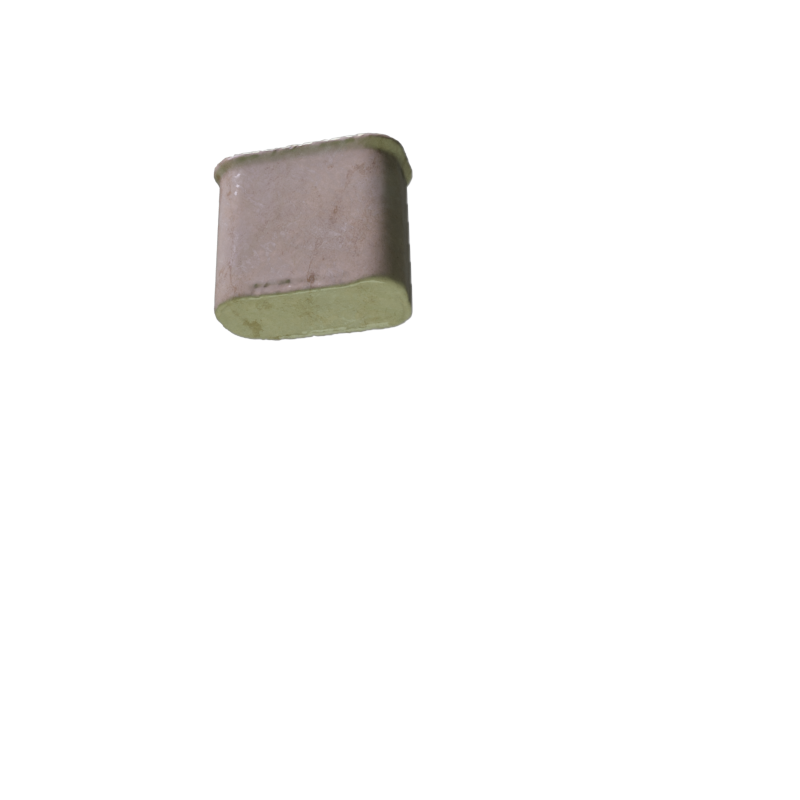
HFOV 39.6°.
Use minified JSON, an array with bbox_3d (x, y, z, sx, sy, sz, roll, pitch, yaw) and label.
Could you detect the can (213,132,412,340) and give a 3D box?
[{"bbox_3d":[-0.044,-0.080,0.562,0.103,0.089,0.053,-7,-27,12],"label":"can"}]
